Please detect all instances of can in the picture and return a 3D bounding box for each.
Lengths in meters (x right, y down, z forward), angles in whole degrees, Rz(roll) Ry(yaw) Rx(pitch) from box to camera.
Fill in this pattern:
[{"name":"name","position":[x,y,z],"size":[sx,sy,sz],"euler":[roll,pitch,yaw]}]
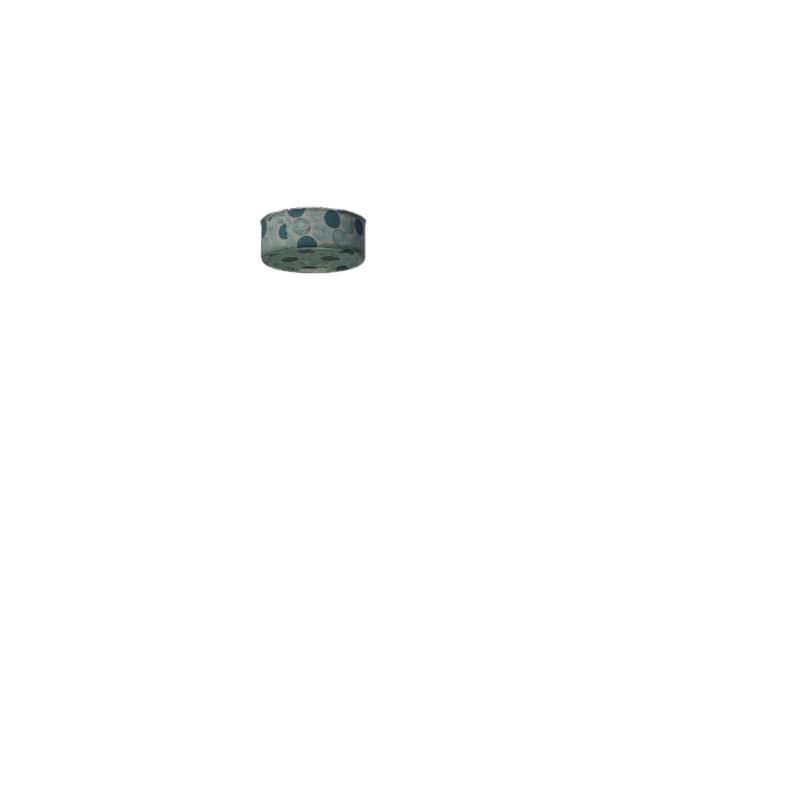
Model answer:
[{"name":"can","position":[-0.070,-0.127,0.891],"size":[0.086,0.035,0.084],"euler":[0,-9,-2]}]
